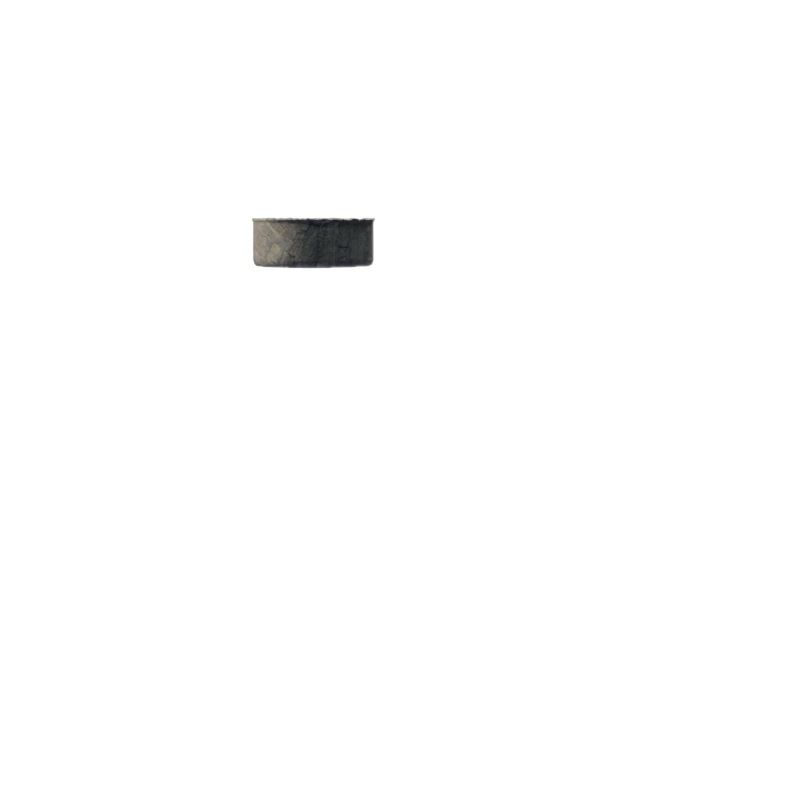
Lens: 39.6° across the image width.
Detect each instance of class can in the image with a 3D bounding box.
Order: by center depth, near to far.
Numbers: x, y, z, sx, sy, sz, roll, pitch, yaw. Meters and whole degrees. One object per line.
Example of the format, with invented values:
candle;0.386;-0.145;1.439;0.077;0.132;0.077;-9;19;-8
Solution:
can;-0.061;-0.111;0.775;0.086;0.033;0.087;0;8;-2
